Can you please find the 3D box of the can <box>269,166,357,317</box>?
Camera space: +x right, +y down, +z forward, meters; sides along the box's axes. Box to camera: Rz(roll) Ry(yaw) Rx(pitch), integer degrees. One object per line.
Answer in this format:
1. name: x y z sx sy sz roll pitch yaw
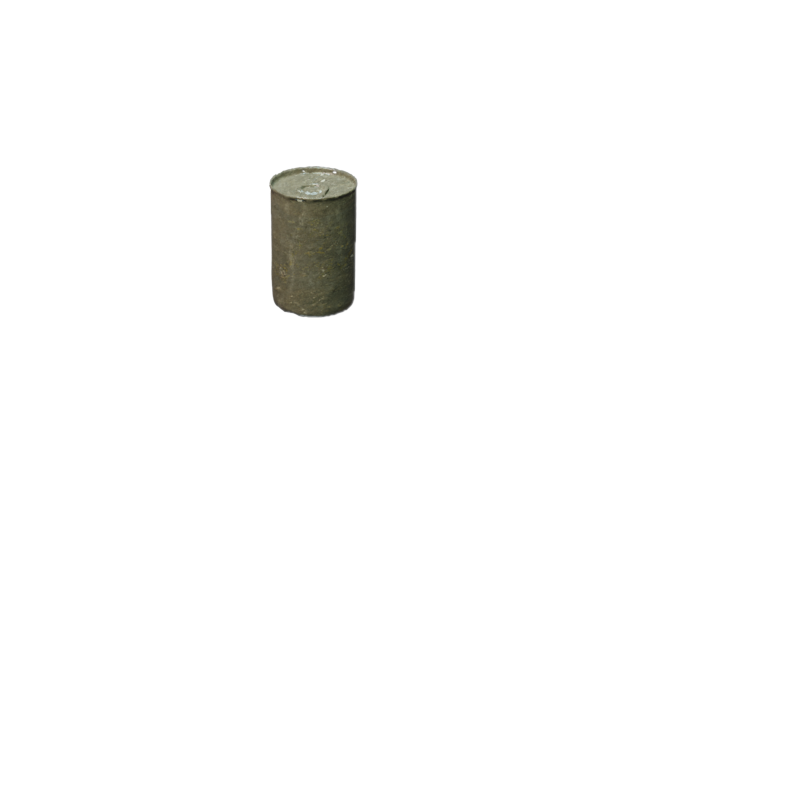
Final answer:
1. can: -0.068 -0.124 0.871 0.068 0.097 0.072 0 27 -2
